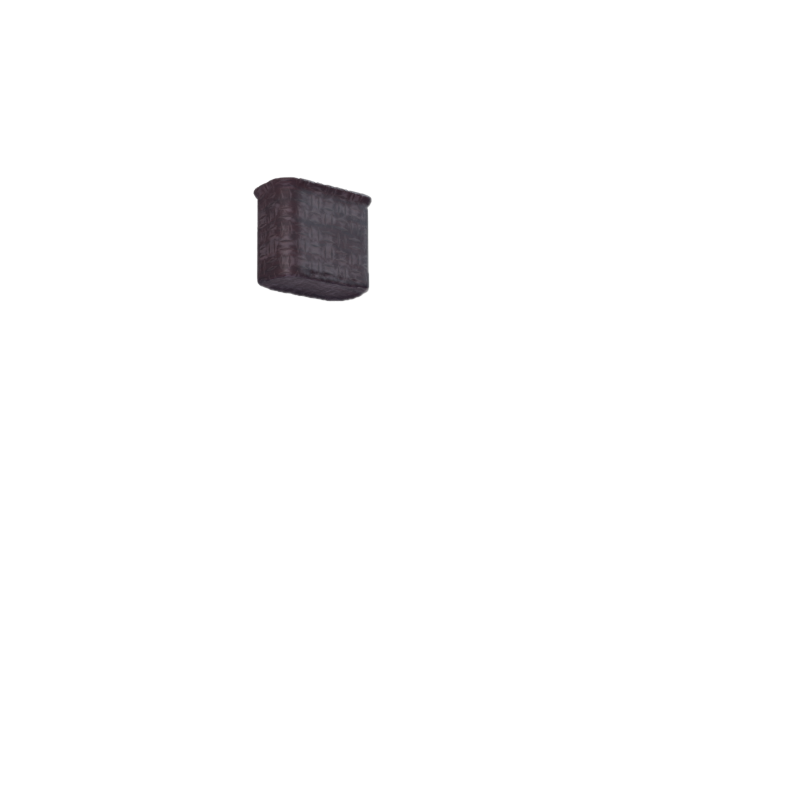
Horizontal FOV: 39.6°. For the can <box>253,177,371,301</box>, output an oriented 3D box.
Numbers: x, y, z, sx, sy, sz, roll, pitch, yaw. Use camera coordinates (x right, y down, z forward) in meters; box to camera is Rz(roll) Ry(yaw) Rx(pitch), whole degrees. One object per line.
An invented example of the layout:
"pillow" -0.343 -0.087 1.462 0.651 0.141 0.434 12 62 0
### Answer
"can" -0.073 -0.133 0.933 0.097 0.087 0.058 9 -17 -37
